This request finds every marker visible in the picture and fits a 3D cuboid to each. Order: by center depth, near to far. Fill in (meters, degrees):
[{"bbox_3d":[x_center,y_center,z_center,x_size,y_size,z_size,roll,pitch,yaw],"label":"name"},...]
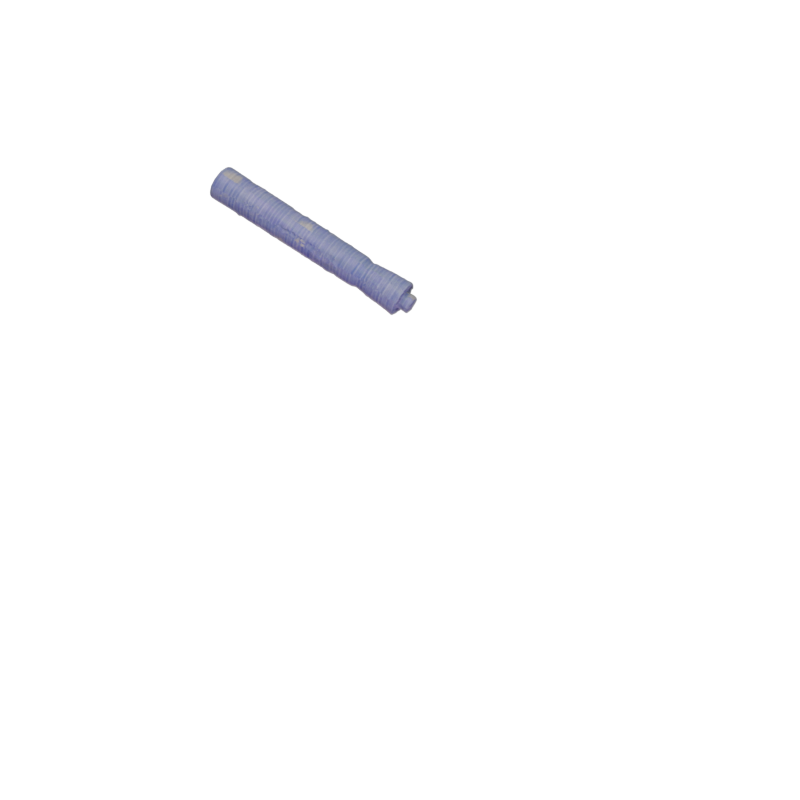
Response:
[{"bbox_3d":[-0.044,-0.080,0.563,0.126,0.019,0.019,34,13,16],"label":"marker"}]
